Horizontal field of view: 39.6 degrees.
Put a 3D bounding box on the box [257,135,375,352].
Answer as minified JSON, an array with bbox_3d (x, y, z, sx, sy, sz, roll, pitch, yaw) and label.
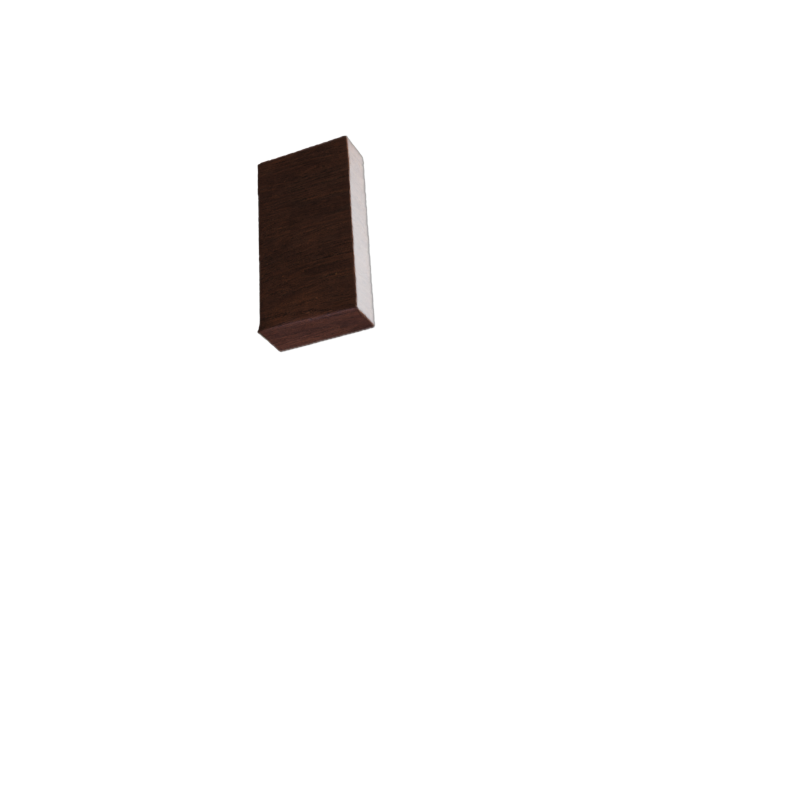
[{"bbox_3d":[-0.075,-0.136,0.957,0.094,0.188,0.044,-15,-34,20],"label":"box"}]
